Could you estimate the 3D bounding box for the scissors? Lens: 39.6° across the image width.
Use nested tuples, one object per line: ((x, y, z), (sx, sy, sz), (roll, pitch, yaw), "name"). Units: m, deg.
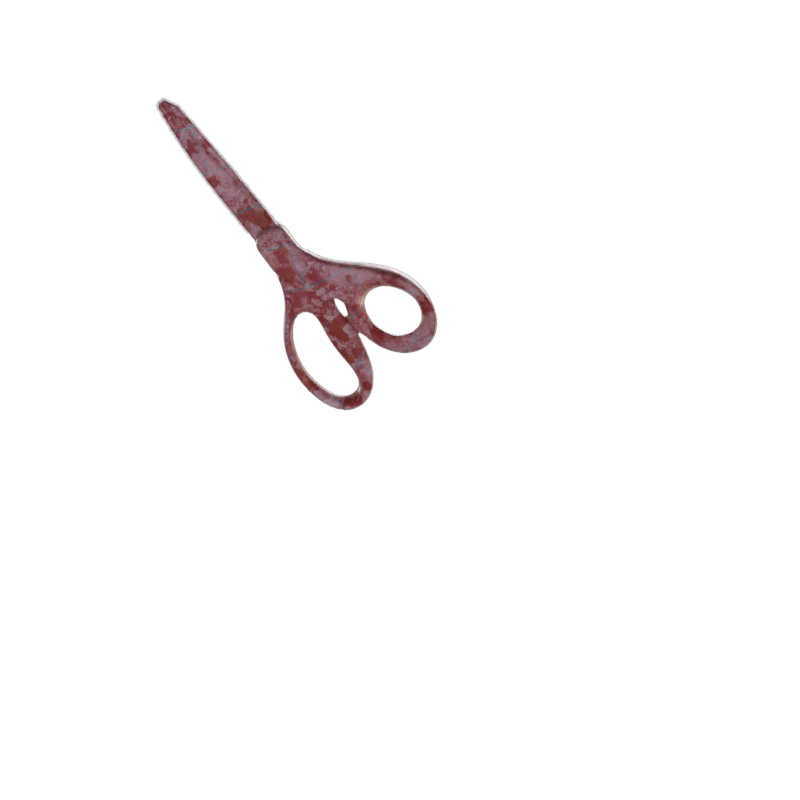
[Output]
((-0.047, -0.086, 0.600), (0.096, 0.192, 0.016), (-20, 19, 7), "scissors")
